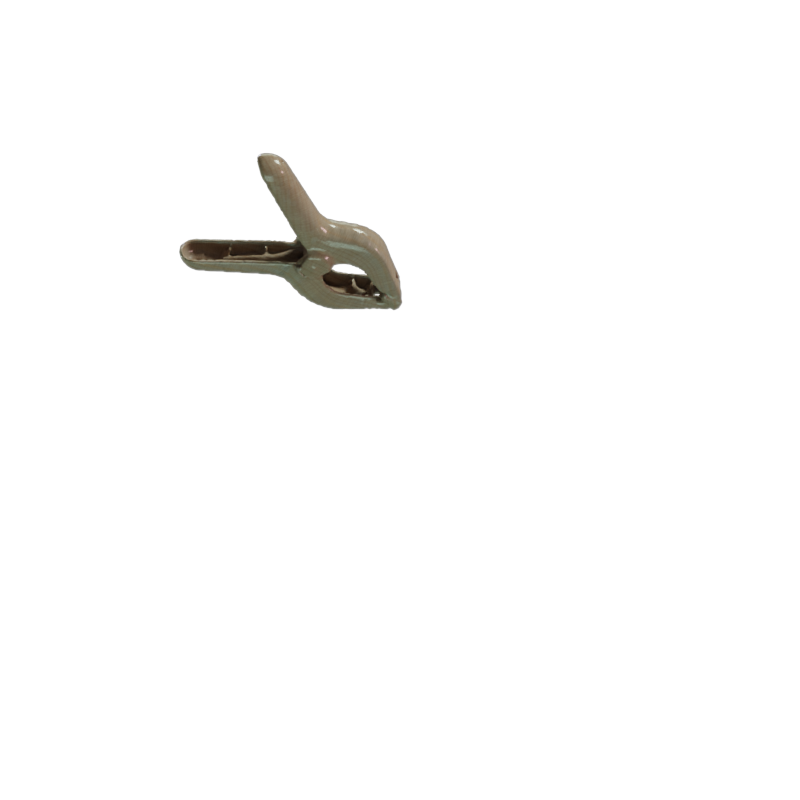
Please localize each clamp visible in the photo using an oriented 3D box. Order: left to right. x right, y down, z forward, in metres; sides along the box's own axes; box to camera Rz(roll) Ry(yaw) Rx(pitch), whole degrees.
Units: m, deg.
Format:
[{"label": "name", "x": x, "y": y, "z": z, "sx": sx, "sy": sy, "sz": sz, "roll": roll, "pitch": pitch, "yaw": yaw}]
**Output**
[{"label": "clamp", "x": -0.064, "y": -0.117, "z": 0.818, "sx": 0.165, "sy": 0.042, "sz": 0.117, "roll": 16, "pitch": -37, "yaw": -22}]
